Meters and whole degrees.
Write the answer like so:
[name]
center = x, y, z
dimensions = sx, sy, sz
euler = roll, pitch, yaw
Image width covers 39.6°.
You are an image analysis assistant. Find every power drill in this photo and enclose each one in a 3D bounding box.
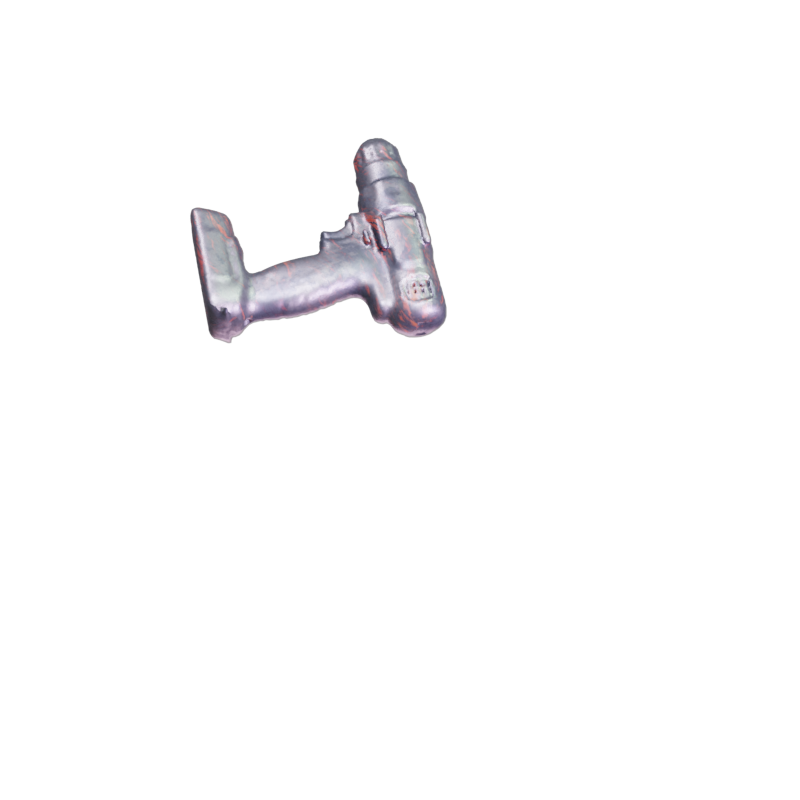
[power drill]
center = -0.069, -0.126, 0.879
dimensions = 0.186, 0.198, 0.054
euler = -10, -33, -7
